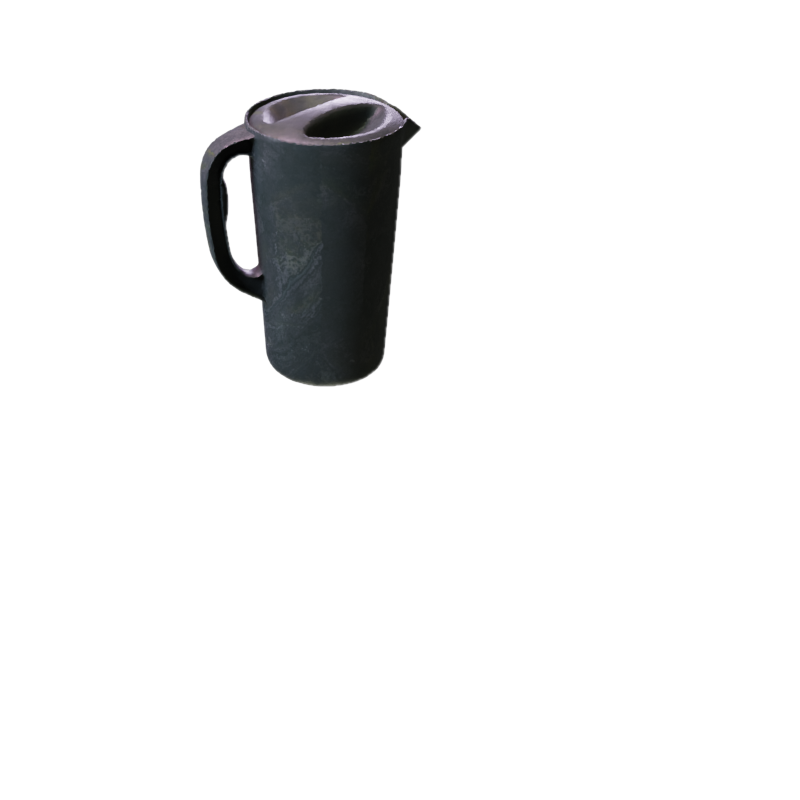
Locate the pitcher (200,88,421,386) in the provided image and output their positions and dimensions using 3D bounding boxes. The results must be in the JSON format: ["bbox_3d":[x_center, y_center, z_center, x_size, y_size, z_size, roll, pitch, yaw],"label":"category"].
[{"bbox_3d":[-0.075,-0.136,0.954,0.154,0.229,0.148,13,31,19],"label":"pitcher"}]
